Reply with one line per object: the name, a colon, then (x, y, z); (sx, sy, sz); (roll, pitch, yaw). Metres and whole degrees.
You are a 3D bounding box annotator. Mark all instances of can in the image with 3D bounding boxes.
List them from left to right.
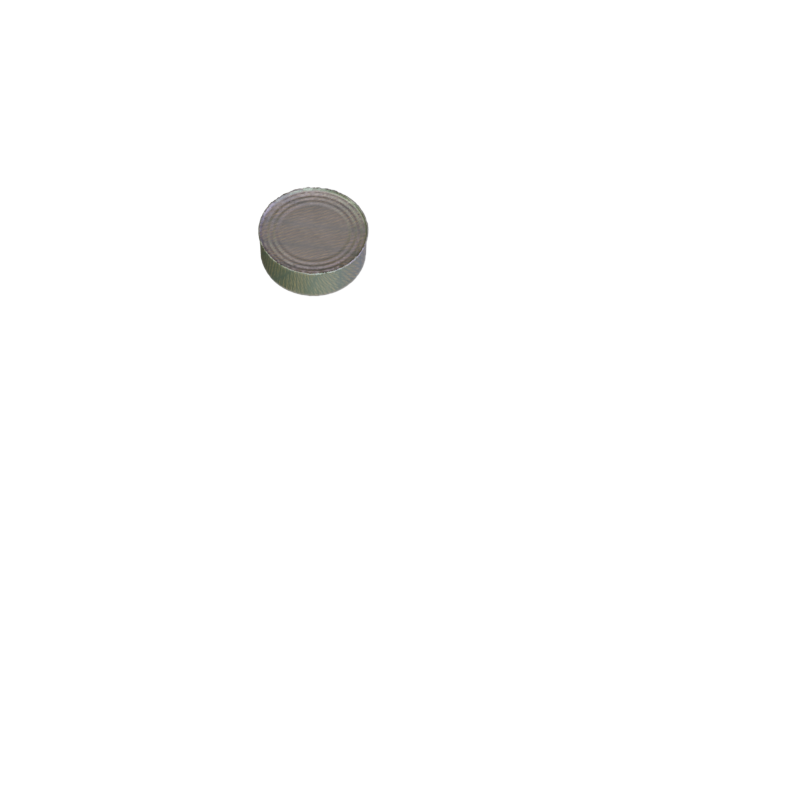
can: (-0.068, -0.125, 0.873); (0.086, 0.092, 0.031); (-1, -34, -1)
